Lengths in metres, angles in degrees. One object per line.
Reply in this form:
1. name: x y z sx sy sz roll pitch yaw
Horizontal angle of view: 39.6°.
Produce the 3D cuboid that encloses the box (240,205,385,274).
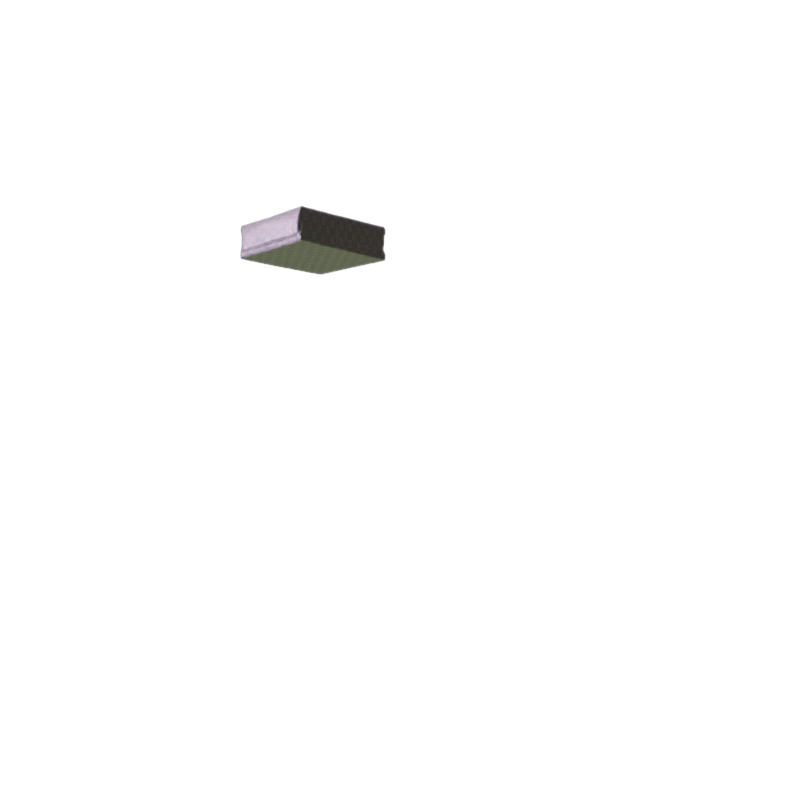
1. box: -0.067 -0.122 0.855 0.085 0.031 0.075 7 -10 -43
